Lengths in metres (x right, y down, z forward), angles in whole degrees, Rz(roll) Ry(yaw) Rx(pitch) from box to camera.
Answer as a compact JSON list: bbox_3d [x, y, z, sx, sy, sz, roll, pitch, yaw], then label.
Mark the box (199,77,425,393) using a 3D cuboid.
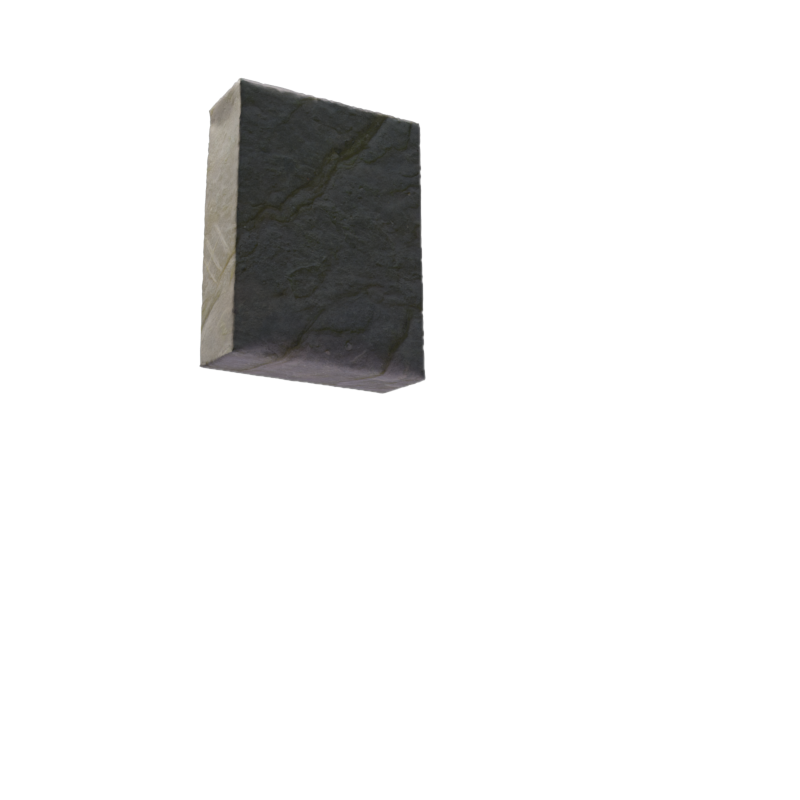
[{"bbox_3d":[-0.067,-0.122,0.852,0.157,0.223,0.072,9,-21,-29],"label":"box"}]
